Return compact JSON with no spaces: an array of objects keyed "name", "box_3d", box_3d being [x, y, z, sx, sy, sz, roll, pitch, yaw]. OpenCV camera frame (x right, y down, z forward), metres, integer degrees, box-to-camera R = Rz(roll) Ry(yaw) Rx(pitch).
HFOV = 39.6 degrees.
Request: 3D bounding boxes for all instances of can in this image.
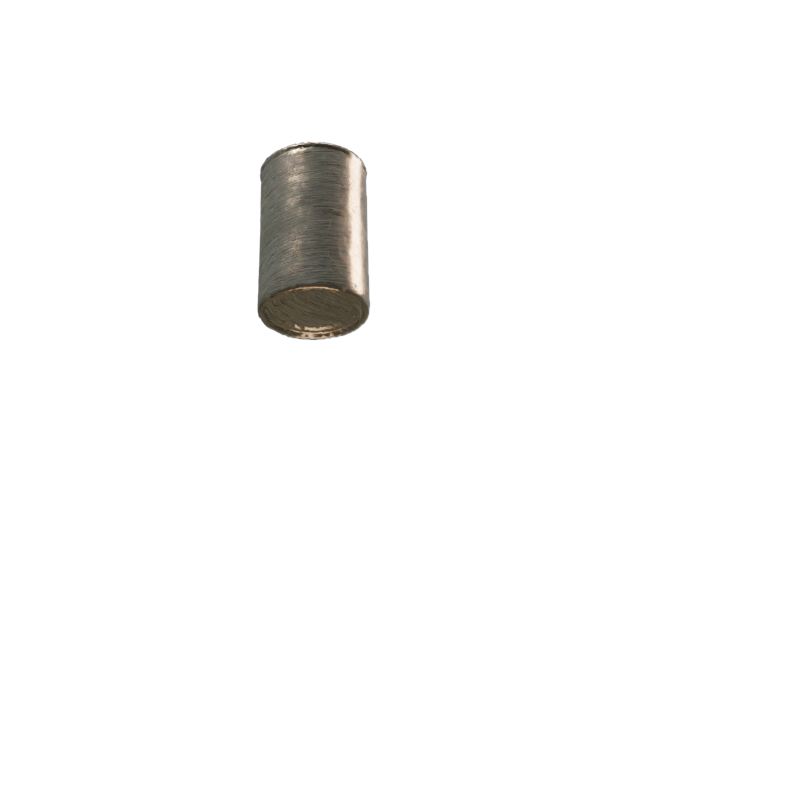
[{"name":"can","box_3d":[-0.053,-0.096,0.675,0.068,0.109,0.064,0,-29,-2]}]
